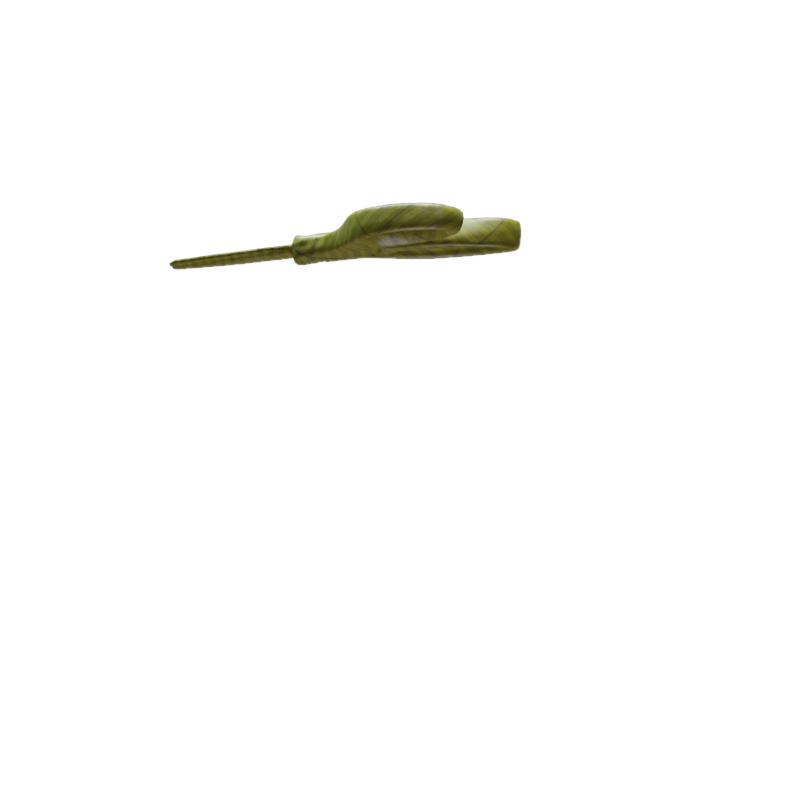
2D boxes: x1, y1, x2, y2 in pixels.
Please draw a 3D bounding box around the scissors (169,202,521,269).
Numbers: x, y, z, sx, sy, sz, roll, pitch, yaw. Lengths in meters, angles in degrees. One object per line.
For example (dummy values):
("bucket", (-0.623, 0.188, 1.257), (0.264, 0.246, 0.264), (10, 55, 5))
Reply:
("scissors", (-0.043, -0.079, 0.553), (0.206, 0.016, 0.093), (-1, -3, 18))
